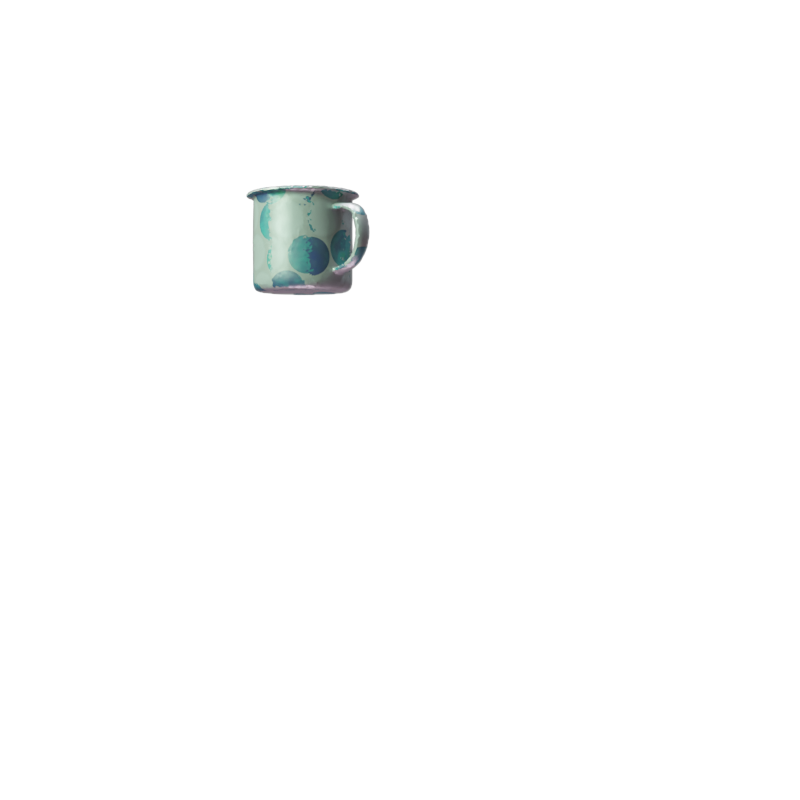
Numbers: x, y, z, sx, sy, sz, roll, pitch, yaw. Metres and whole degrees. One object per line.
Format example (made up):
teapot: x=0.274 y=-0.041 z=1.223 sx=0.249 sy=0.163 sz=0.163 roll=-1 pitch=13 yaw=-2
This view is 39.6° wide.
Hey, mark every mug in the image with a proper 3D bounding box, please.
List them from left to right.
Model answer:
mug: x=-0.071 y=-0.129 z=0.904 sx=0.121 sy=0.082 sz=0.089 roll=-1 pitch=-2 yaw=41
